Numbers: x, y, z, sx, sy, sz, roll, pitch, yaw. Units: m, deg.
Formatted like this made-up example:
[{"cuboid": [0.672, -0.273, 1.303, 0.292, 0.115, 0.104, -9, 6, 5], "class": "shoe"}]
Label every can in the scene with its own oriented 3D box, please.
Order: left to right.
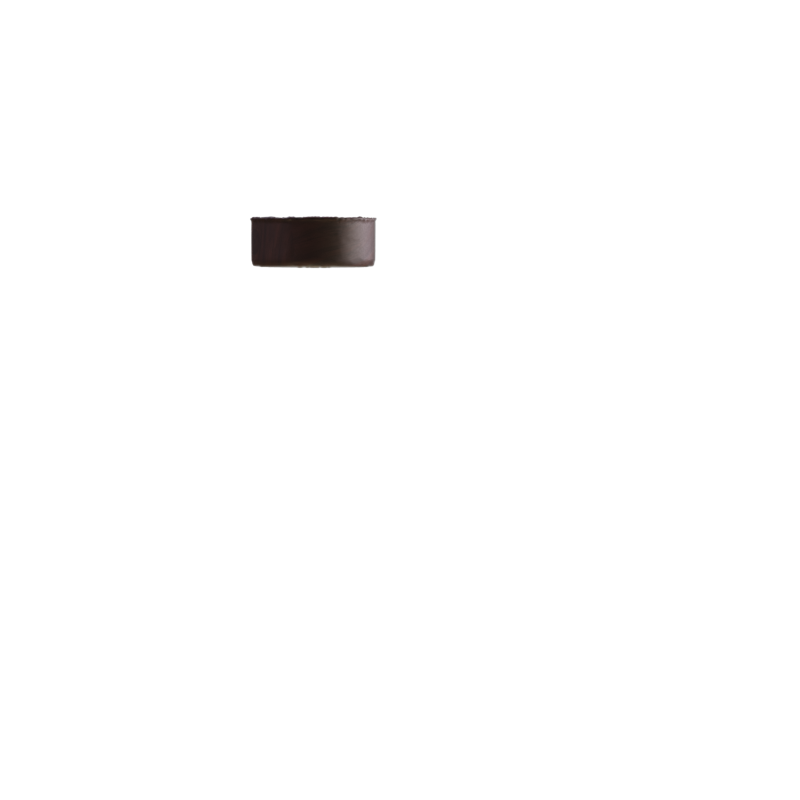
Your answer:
[{"cuboid": [-0.059, -0.107, 0.753, 0.086, 0.033, 0.087, 0, 7, -2], "class": "can"}]
